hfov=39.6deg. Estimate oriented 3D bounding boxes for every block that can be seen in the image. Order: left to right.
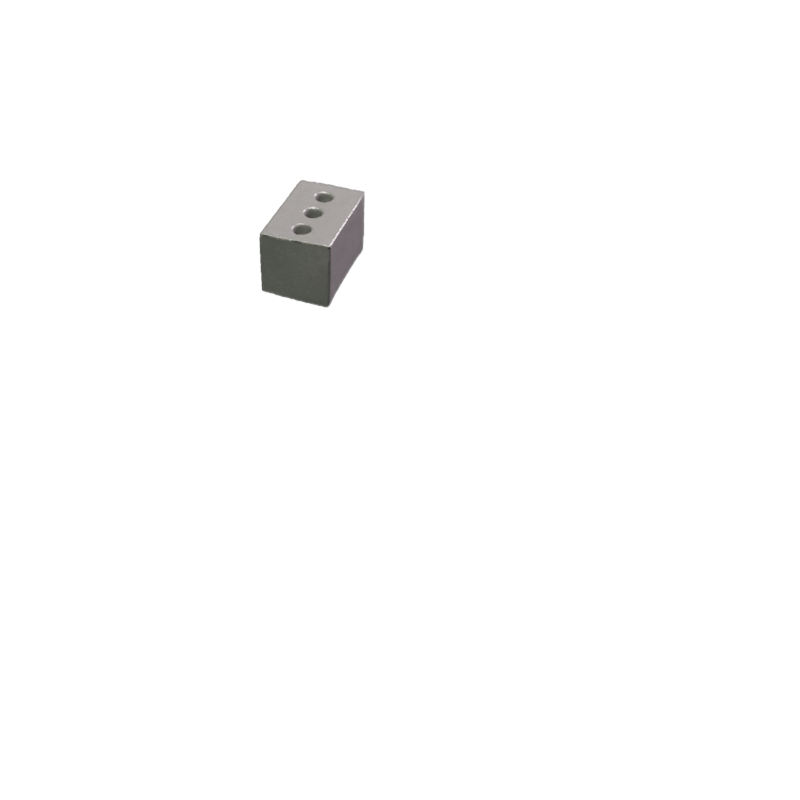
[{"bbox_3d":[-0.062,-0.113,0.790,0.054,0.048,0.081,12,40,13],"label":"block"}]
